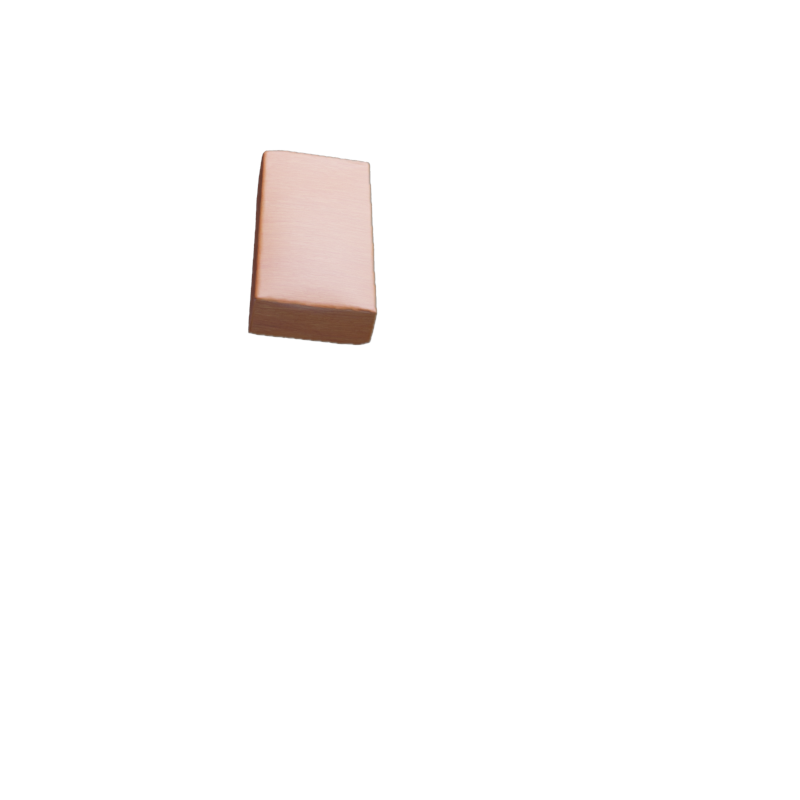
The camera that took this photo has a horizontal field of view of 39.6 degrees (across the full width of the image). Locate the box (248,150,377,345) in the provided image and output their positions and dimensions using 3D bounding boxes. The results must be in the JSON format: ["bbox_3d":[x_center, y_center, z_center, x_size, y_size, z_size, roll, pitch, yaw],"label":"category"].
[{"bbox_3d":[-0.068,-0.125,0.872,0.092,0.189,0.045,5,-42,-9],"label":"box"}]
